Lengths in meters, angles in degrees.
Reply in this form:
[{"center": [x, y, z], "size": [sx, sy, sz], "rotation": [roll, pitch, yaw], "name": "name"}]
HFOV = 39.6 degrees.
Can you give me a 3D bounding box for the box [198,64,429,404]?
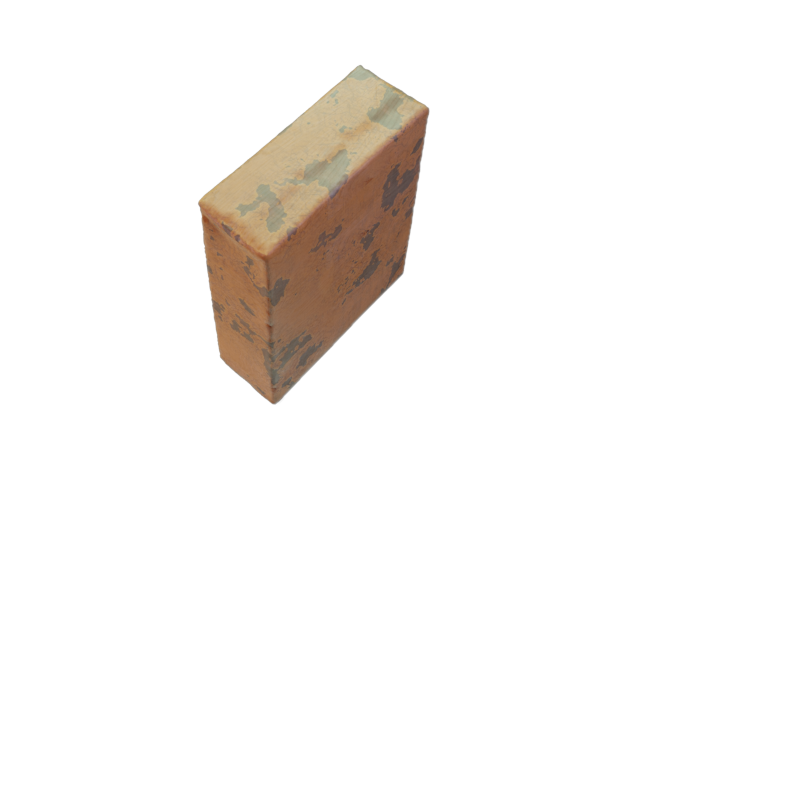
[{"center": [-0.063, -0.115, 0.809], "size": [0.075, 0.167, 0.201], "rotation": [37, -25, 15], "name": "box"}]
